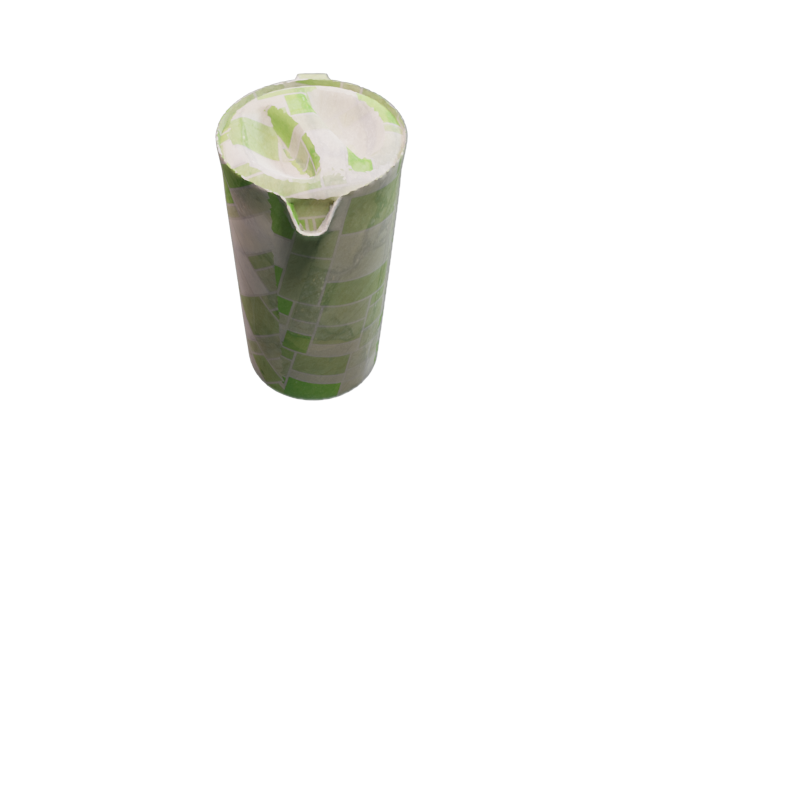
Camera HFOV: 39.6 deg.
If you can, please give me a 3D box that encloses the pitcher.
[{"bbox_3d":[-0.067,-0.122,0.854,0.154,0.226,0.151,35,55,25],"label":"pitcher"}]
